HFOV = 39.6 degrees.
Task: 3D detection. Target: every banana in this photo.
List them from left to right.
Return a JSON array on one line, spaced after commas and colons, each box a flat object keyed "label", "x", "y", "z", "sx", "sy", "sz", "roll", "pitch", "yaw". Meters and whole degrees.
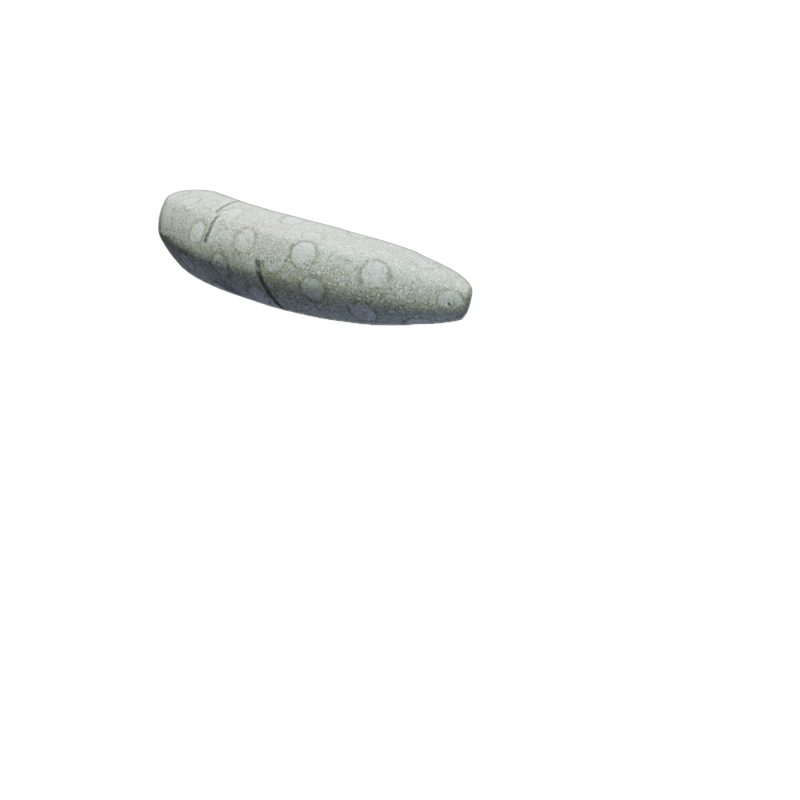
[{"label": "banana", "x": -0.055, "y": -0.066, "z": 0.470, "sx": 0.068, "sy": 0.035, "sz": 0.210, "roll": -12, "pitch": 23, "yaw": -31}]
